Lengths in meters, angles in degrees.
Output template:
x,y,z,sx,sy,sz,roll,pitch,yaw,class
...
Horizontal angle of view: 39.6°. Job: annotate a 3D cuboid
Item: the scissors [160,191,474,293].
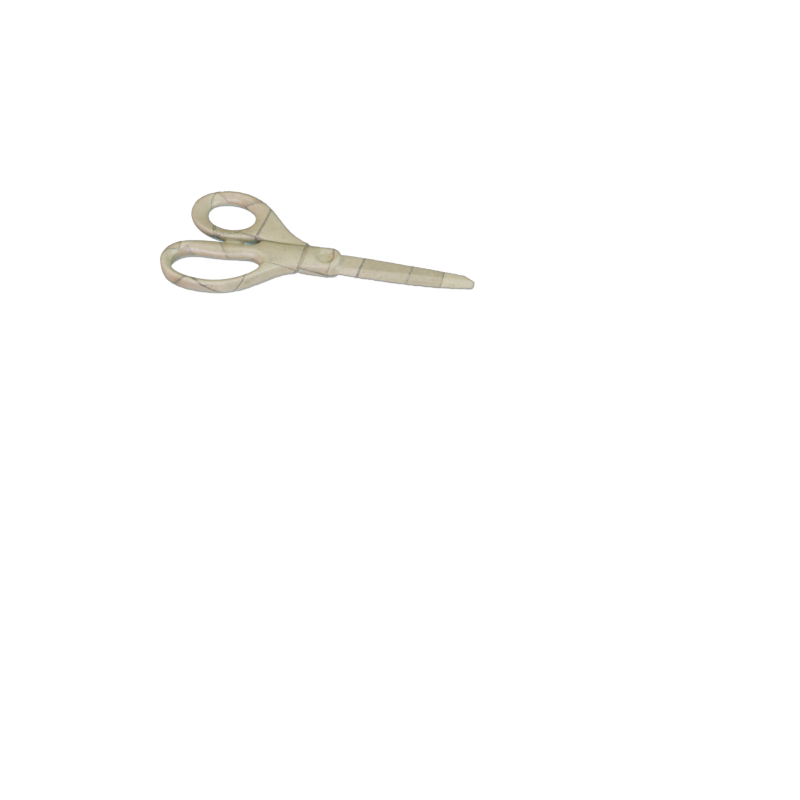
x,y,z,sx,sy,sz,roll,pitch,yaw,class
-0.058,-0.105,0.739,0.201,0.104,0.015,-3,-40,-3,scissors
